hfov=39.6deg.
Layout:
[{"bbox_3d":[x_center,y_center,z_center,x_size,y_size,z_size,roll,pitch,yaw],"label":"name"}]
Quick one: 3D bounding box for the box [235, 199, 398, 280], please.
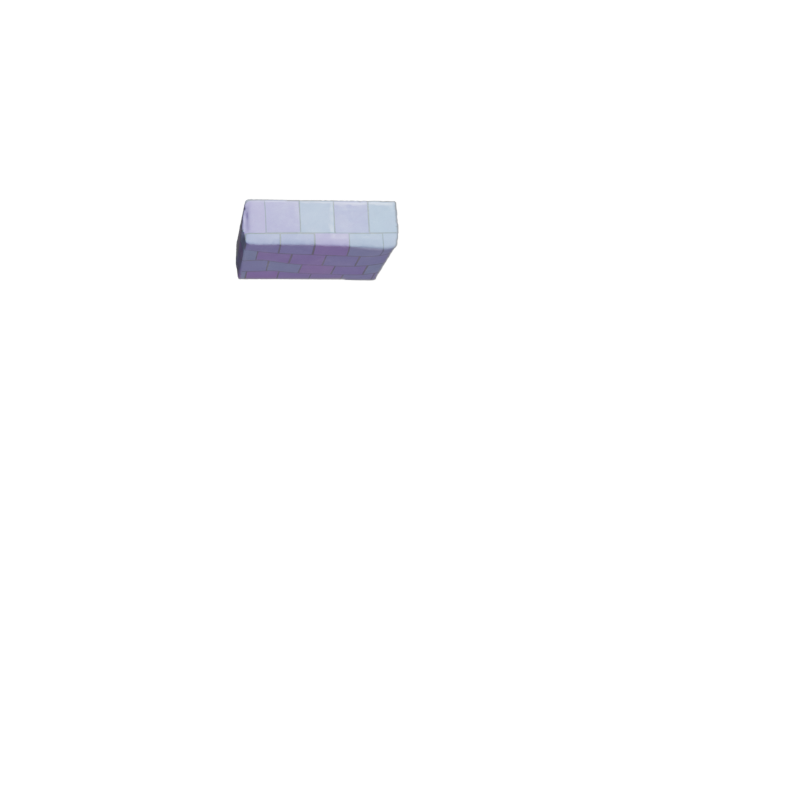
[{"bbox_3d":[-0.065,-0.119,0.830,0.112,0.040,0.088,2,-12,-9],"label":"box"}]
